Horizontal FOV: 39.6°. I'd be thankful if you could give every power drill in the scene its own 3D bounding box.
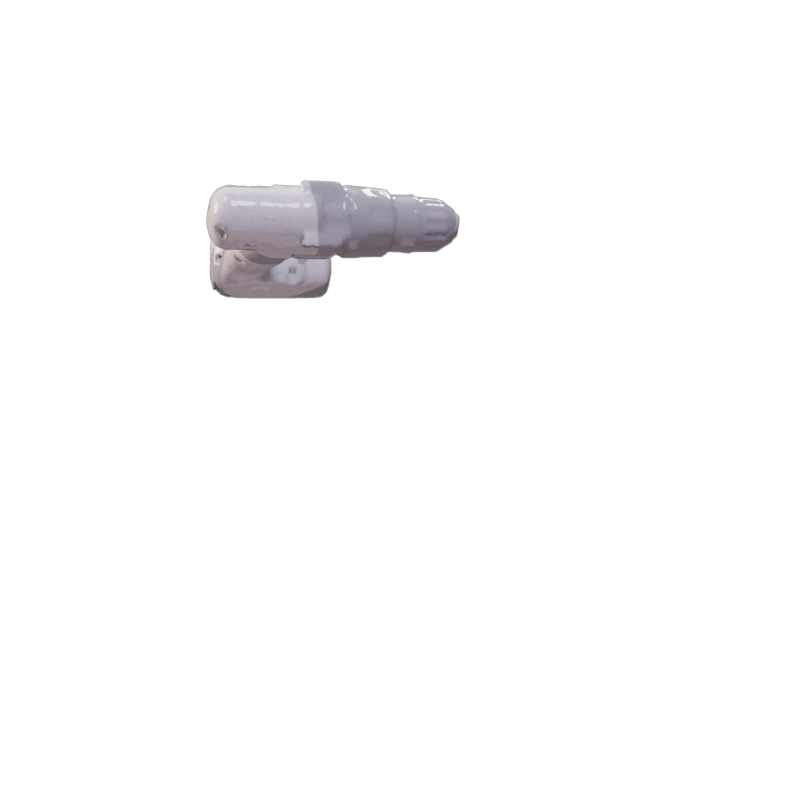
[{"bbox_3d":[-0.067,-0.122,0.858,0.181,0.059,0.186,2,-8,-16],"label":"power drill"}]
